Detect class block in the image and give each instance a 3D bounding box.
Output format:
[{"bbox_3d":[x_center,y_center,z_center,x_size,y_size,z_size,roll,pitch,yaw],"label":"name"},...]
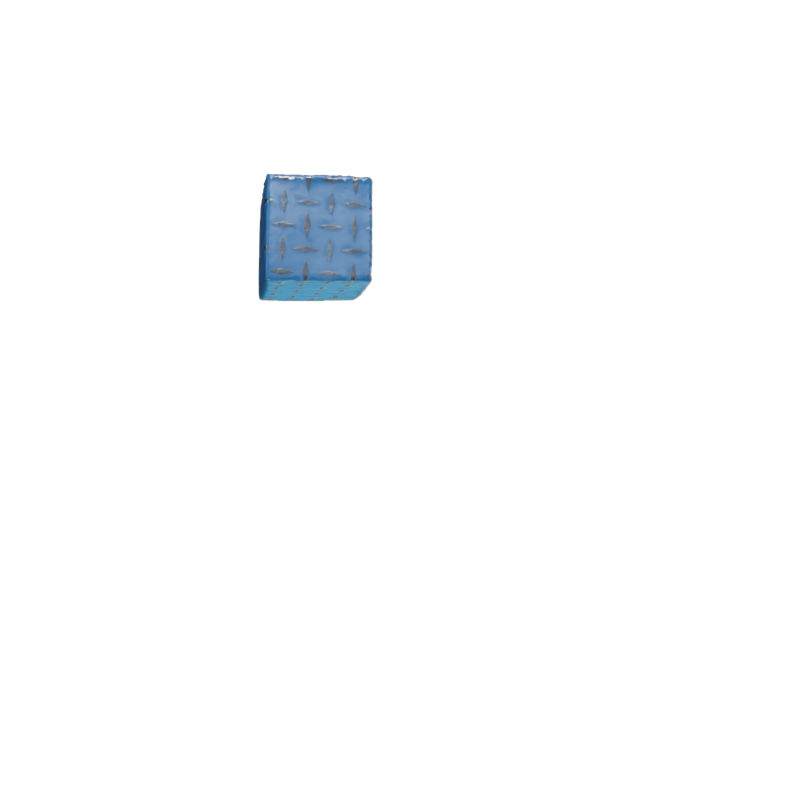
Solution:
[{"bbox_3d":[-0.044,-0.080,0.557,0.052,0.052,0.077,1,-5,-8],"label":"block"}]
